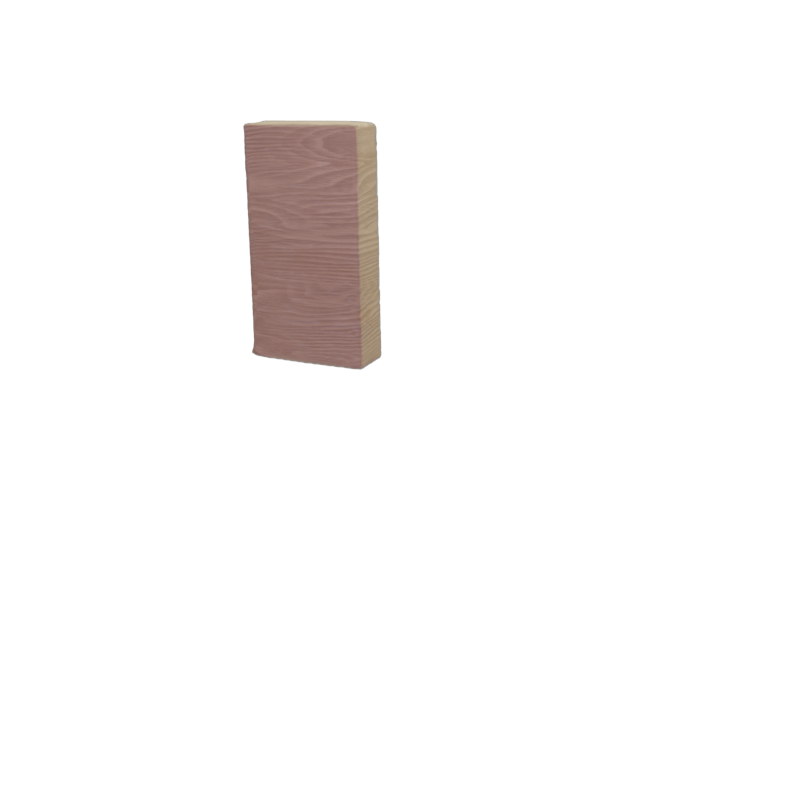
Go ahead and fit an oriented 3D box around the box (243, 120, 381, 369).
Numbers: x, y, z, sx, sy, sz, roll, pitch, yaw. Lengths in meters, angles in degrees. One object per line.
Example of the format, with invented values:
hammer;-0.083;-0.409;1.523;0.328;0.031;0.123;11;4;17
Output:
box;-0.063;-0.116;0.813;0.097;0.173;0.047;5;10;25
